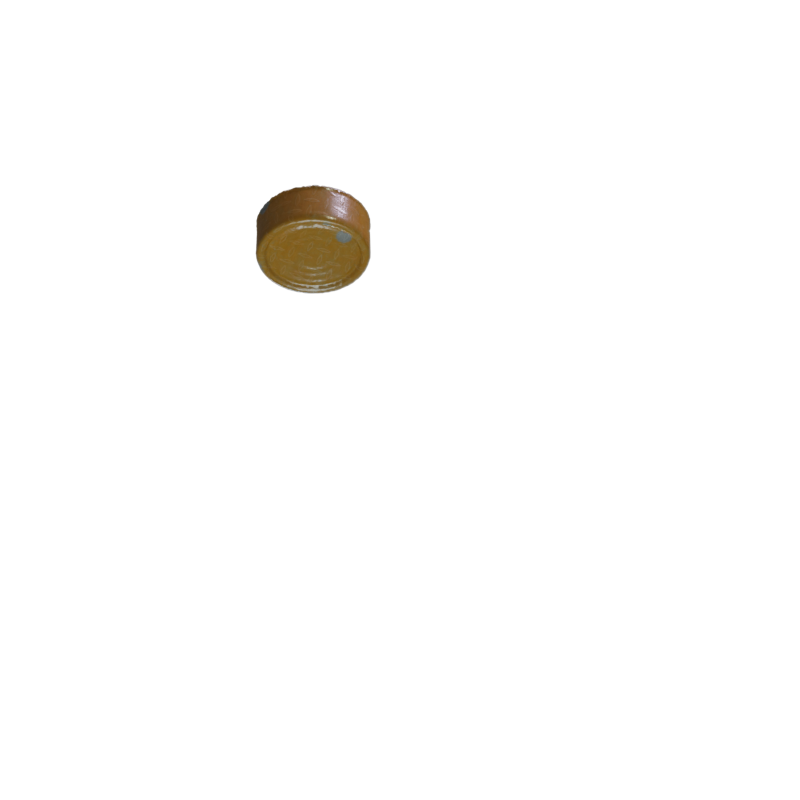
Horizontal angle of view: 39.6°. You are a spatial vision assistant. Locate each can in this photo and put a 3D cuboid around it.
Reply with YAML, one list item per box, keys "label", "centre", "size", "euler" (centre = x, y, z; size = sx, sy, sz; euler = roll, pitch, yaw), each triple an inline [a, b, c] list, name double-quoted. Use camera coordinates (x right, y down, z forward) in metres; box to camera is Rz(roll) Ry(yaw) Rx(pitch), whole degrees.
- label: "can"
  centre: [-0.064, -0.117, 0.820]
  size: [0.086, 0.036, 0.080]
  euler: [1, -38, -2]
